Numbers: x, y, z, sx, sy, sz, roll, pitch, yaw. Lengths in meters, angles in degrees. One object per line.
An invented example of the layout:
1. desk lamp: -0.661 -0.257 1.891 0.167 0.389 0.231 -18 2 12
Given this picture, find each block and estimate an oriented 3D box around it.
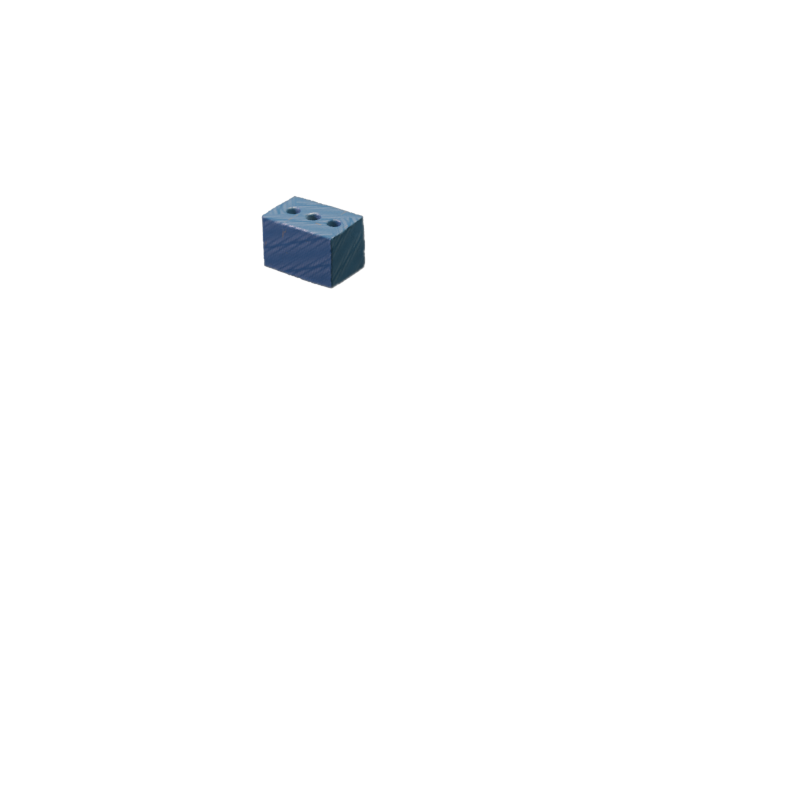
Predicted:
1. block: -0.077 -0.140 0.982 0.082 0.048 0.053 20 36 28
